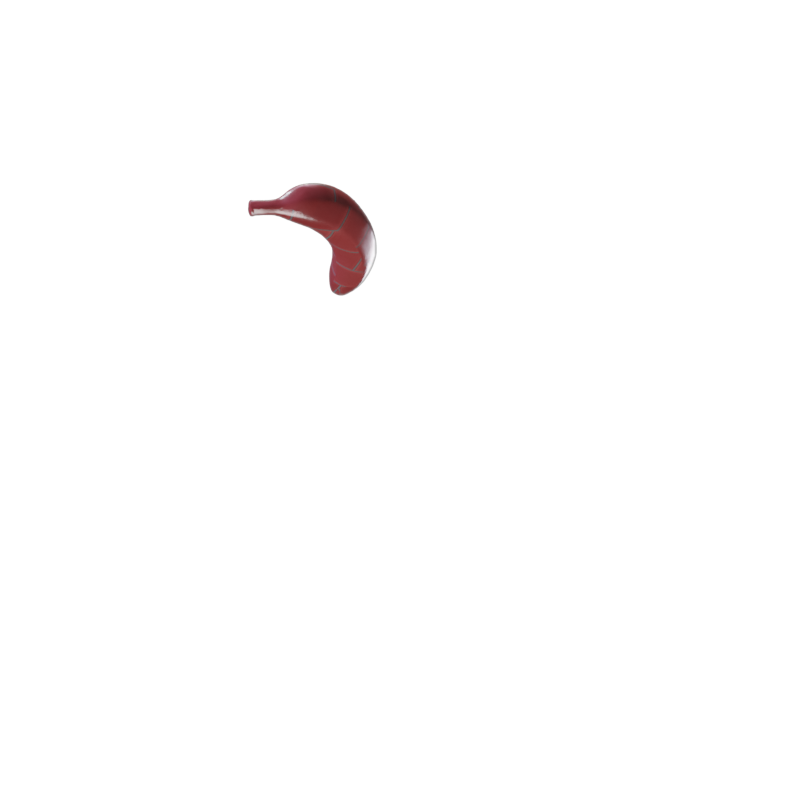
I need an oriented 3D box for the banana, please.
[{"bbox_3d":[-0.055,-0.133,0.903,0.071,0.039,0.185,-7,-19,17],"label":"banana"}]
